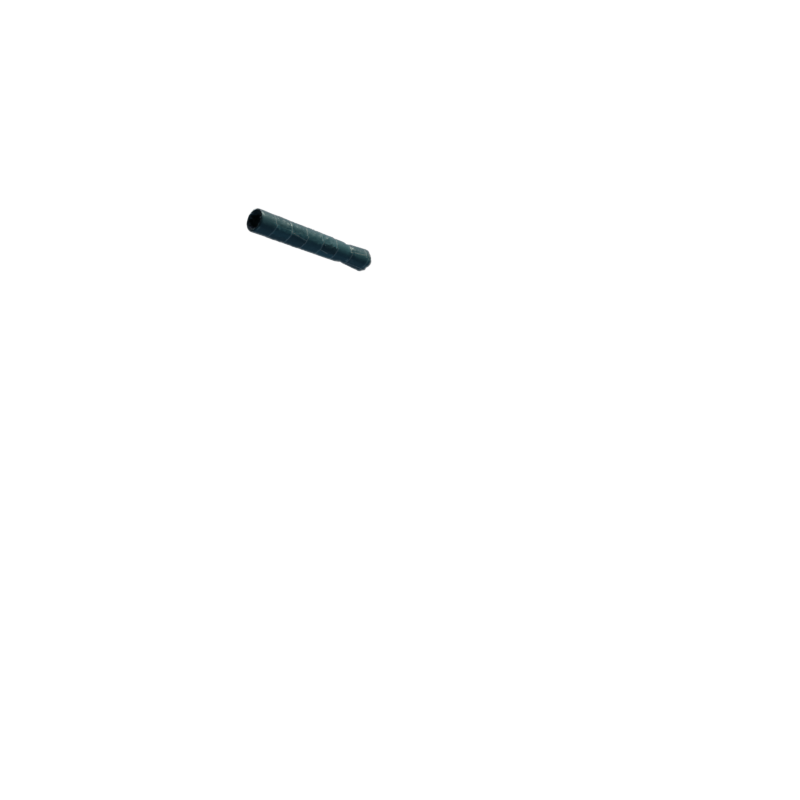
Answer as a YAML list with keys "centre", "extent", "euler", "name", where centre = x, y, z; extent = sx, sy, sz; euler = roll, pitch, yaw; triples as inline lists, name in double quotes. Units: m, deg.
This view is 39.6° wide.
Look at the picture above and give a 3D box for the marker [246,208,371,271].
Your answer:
- centre: [-0.068, -0.123, 0.865]
  extent: [0.114, 0.020, 0.021]
  euler: [15, -7, -41]
  name: "marker"
